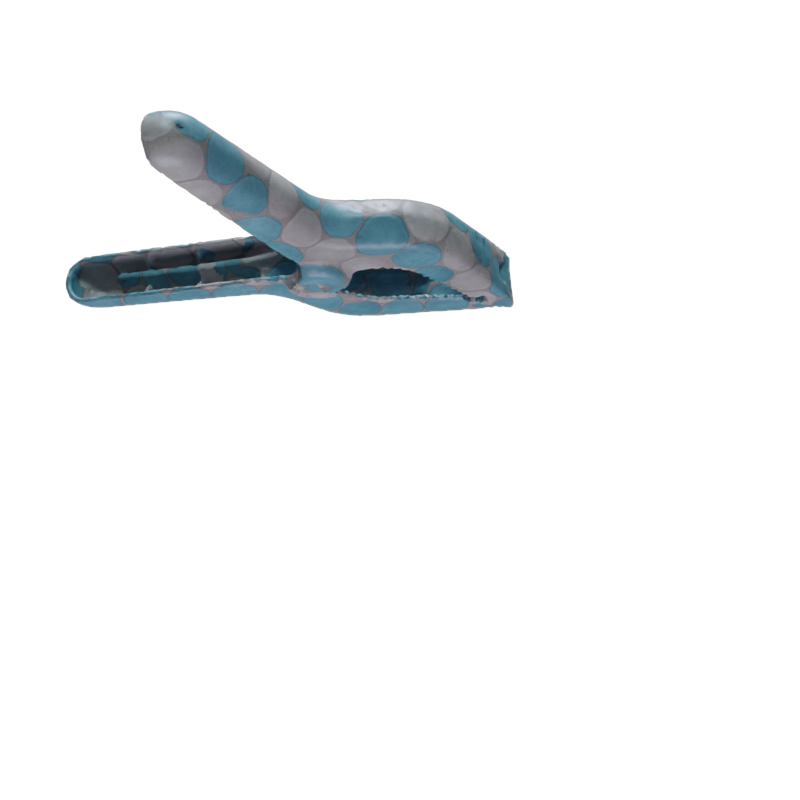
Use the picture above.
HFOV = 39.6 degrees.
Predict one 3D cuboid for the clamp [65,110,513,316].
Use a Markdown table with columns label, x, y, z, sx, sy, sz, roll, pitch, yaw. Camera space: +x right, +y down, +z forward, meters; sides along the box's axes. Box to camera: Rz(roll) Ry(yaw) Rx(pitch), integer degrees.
| label | x | y | z | sx | sy | sz | roll | pitch | yaw |
| --- | --- | --- | --- | --- | --- | --- | --- | --- | --- |
| clamp | -0.039 | -0.071 | 0.500 | 0.205 | 0.038 | 0.160 | 5 | -18 | -16 |
